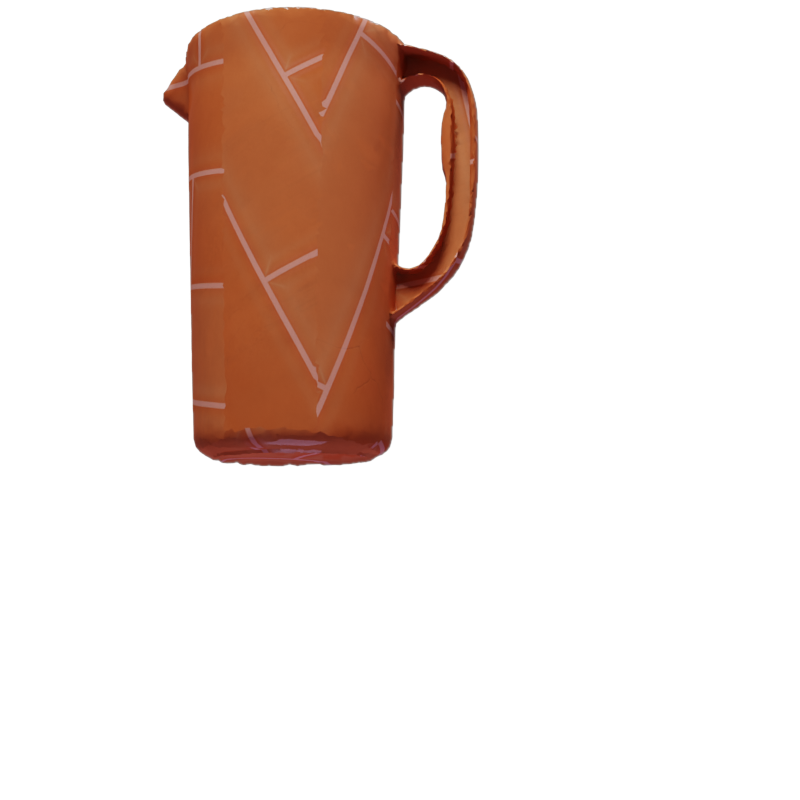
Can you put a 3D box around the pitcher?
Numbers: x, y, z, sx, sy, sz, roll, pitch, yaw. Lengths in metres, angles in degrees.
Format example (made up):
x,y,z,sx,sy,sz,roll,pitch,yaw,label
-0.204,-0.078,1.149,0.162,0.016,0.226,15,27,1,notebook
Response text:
x,y,z,sx,sy,sz,roll,pitch,yaw,label
-0.049,-0.090,0.628,0.139,0.252,0.151,8,-16,-33,pitcher
